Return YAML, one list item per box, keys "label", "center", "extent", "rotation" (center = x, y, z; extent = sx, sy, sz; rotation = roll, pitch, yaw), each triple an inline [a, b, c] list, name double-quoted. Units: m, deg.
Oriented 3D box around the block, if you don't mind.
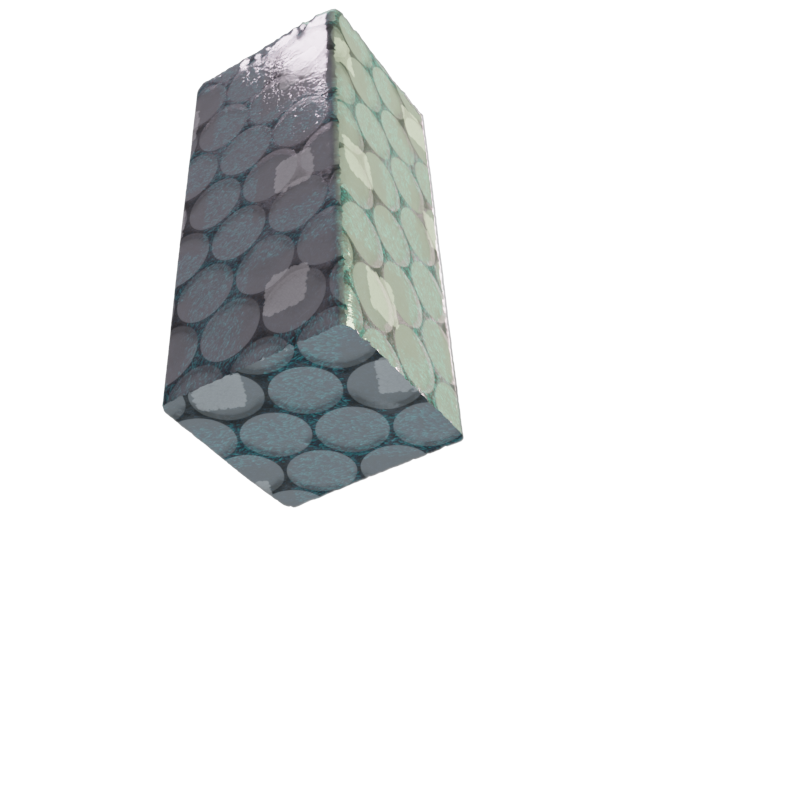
- label: "block"
  center: [-0.040, -0.073, 0.509]
  extent: [0.091, 0.221, 0.084]
  rotation: [-25, -46, 23]
